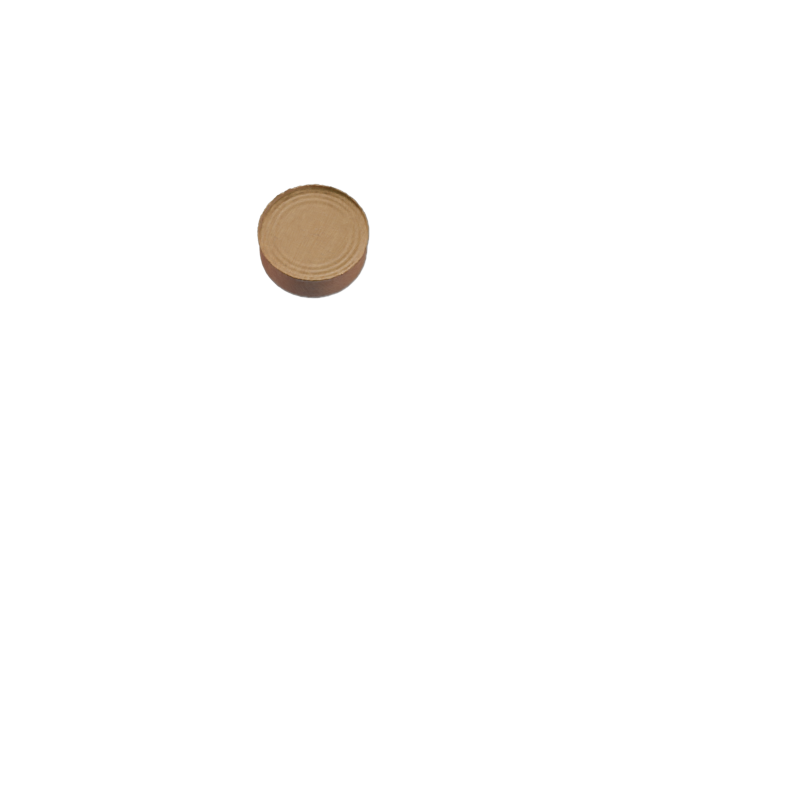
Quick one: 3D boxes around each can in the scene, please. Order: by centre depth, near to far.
[{"bbox_3d":[-0.067,-0.122,0.858,0.086,0.091,0.032,-1,-28,-1],"label":"can"}]
